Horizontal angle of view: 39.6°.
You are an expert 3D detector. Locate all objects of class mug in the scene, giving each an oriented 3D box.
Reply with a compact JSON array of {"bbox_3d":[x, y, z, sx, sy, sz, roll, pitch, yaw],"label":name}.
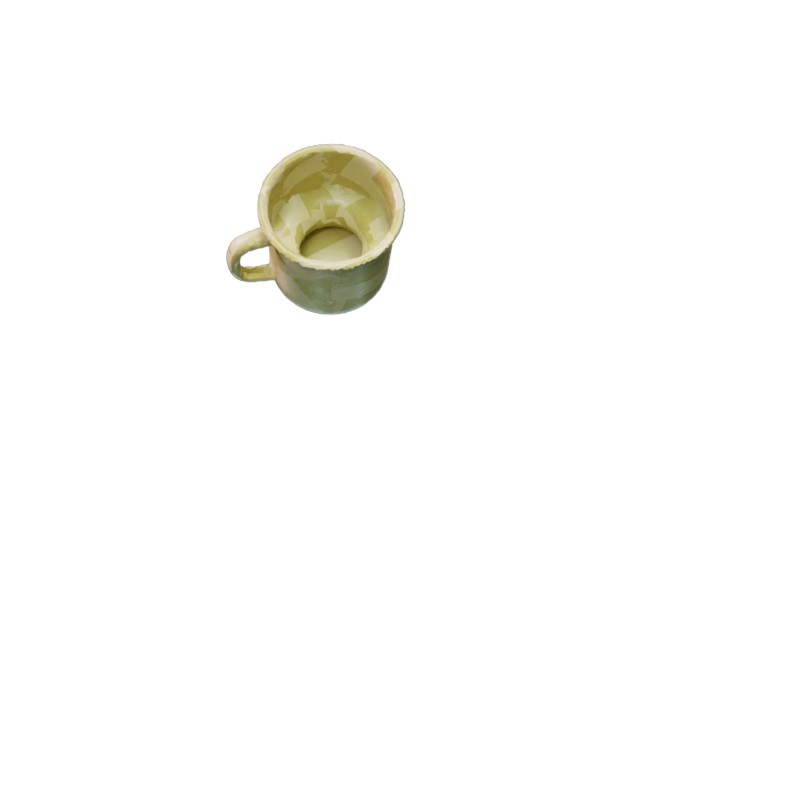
[{"bbox_3d":[-0.057,-0.104,0.727,0.116,0.099,0.077,-20,-24,-11],"label":"mug"}]
